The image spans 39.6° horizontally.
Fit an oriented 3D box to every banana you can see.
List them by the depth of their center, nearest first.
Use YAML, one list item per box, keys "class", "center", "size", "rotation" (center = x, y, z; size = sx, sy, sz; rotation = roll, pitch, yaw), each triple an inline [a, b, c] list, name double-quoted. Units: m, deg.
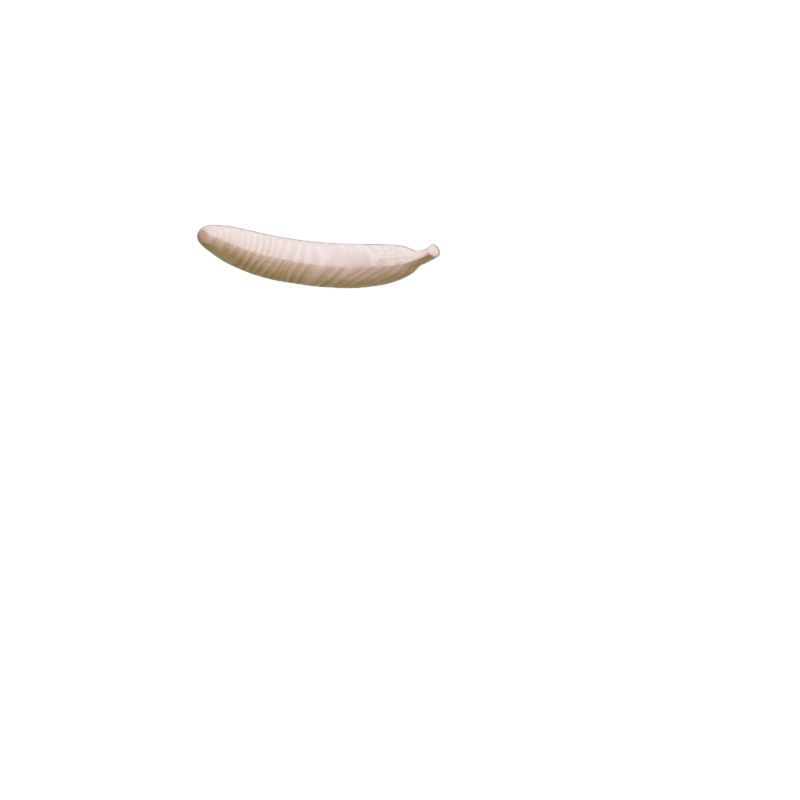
- class: "banana"
  center: [-0.070, -0.122, 0.929]
  size: [0.196, 0.039, 0.066]
  rotation: [2, -30, -4]
